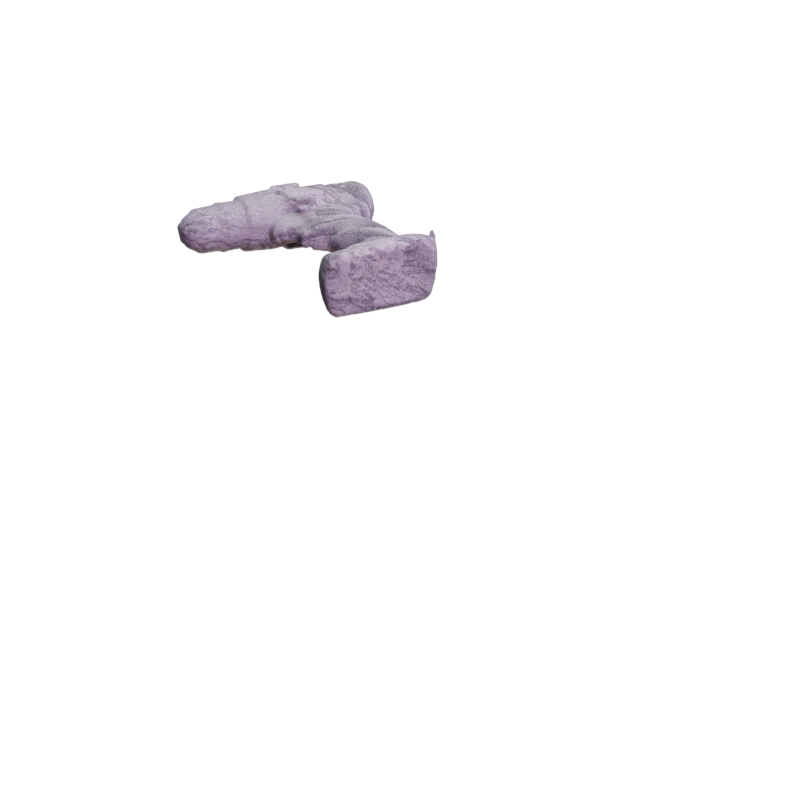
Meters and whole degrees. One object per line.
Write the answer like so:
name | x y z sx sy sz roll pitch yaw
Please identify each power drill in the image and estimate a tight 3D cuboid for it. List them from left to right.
power drill | -0.073 -0.132 0.928 0.181 0.054 0.202 -16 33 -26
